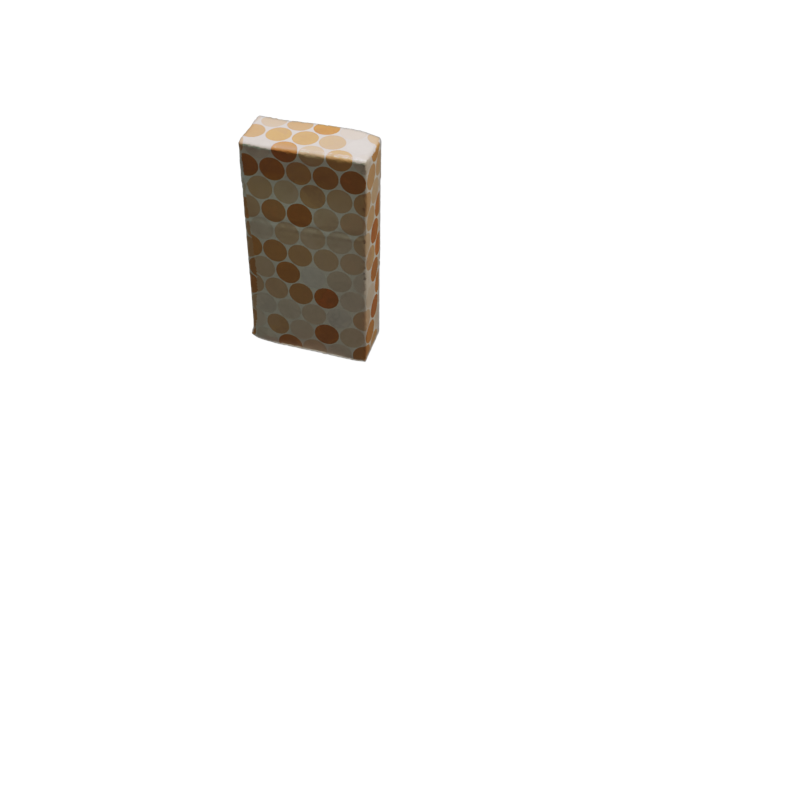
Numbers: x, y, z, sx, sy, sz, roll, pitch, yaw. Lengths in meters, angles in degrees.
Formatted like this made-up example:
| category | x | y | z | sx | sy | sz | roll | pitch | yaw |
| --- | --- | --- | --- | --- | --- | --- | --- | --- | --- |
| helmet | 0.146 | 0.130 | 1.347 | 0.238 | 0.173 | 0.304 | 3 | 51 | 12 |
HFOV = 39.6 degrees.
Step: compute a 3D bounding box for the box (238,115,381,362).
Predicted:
| category | x | y | z | sx | sy | sz | roll | pitch | yaw |
| --- | --- | --- | --- | --- | --- | --- | --- | --- | --- |
| box | -0.062 | -0.114 | 0.796 | 0.096 | 0.165 | 0.050 | 13 | 38 | 14 |
